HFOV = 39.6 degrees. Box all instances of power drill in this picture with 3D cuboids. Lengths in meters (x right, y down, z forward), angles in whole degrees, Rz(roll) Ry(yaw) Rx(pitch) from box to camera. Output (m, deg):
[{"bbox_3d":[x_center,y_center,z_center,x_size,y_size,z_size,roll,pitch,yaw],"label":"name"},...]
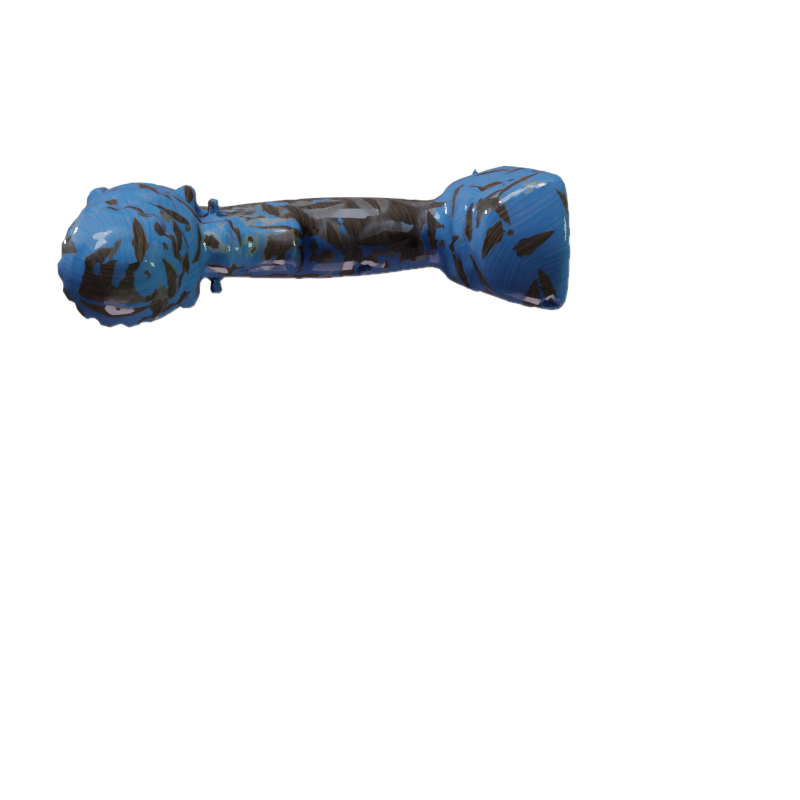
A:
[{"bbox_3d":[-0.034,-0.062,0.437,0.186,0.056,0.190,-1,13,-6],"label":"power drill"}]
